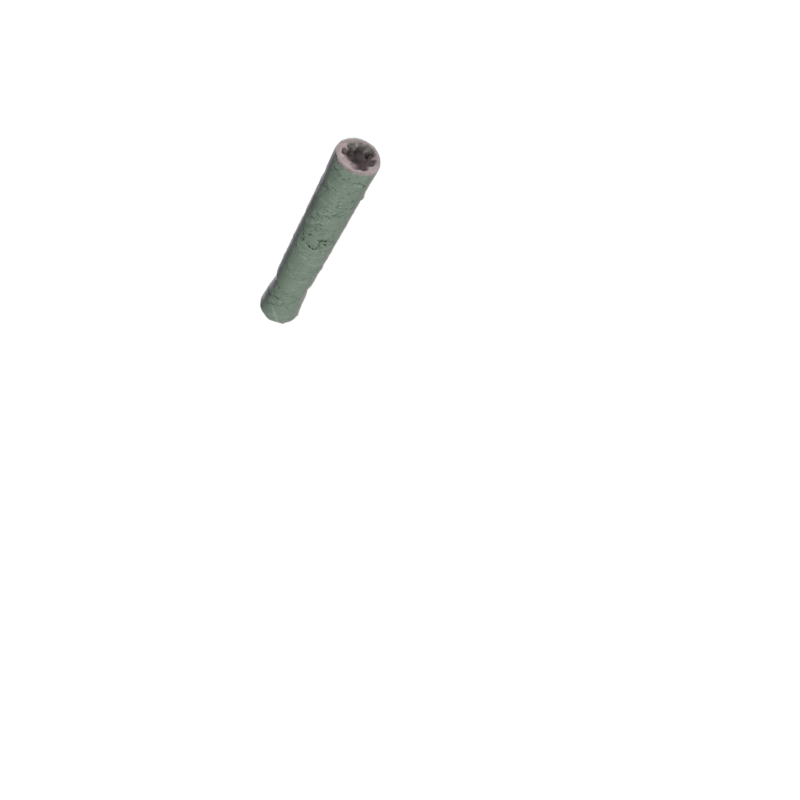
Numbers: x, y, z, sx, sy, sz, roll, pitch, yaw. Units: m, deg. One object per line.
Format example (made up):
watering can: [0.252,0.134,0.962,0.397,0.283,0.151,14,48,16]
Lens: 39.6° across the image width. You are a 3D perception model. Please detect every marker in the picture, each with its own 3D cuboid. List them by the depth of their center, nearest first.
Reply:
marker: [-0.037,-0.067,0.470,0.019,0.021,0.116,-1,-26,-24]
